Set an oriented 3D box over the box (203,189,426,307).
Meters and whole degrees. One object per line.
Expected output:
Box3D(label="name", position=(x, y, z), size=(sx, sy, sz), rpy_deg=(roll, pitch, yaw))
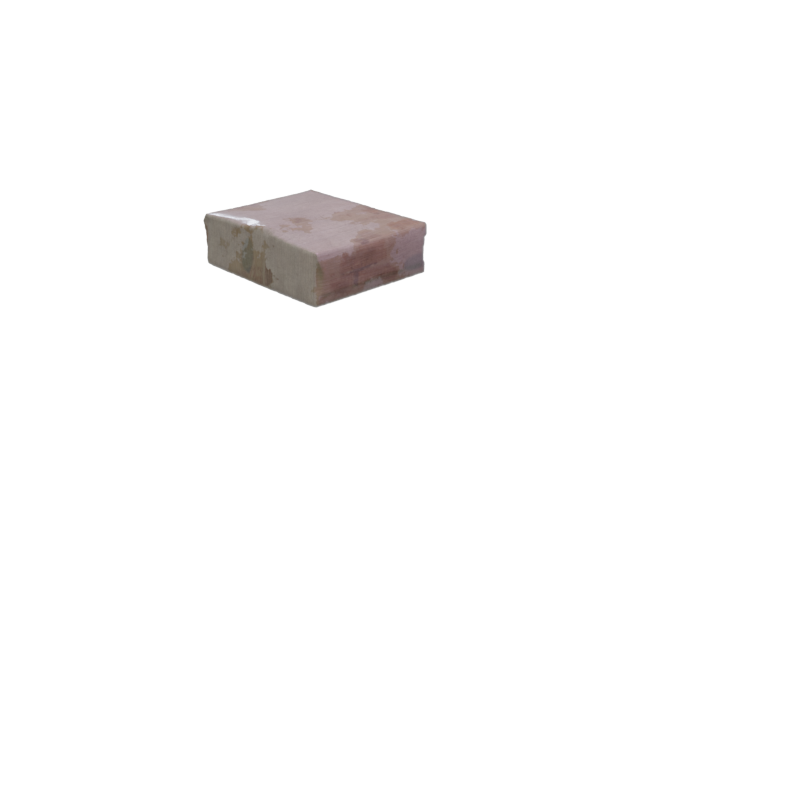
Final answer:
Box3D(label="box", position=(-0.044, -0.079, 0.556), size=(0.072, 0.029, 0.095), rpy_deg=(-20, 32, -38))
